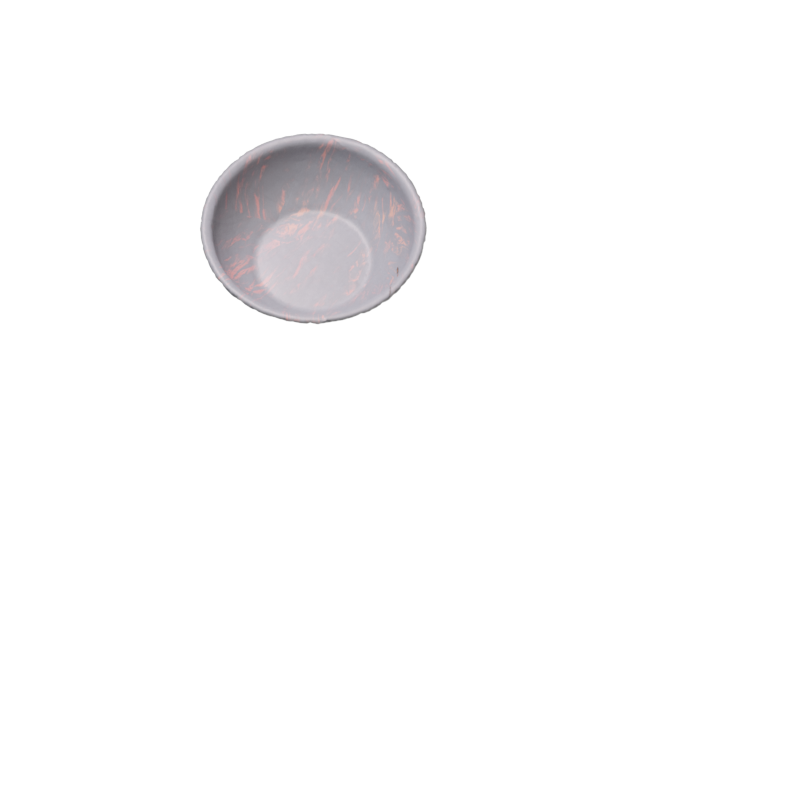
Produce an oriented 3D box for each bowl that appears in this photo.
[{"bbox_3d":[-0.064,-0.116,0.813,0.162,0.173,0.052,-1,-30,-1],"label":"bowl"}]
